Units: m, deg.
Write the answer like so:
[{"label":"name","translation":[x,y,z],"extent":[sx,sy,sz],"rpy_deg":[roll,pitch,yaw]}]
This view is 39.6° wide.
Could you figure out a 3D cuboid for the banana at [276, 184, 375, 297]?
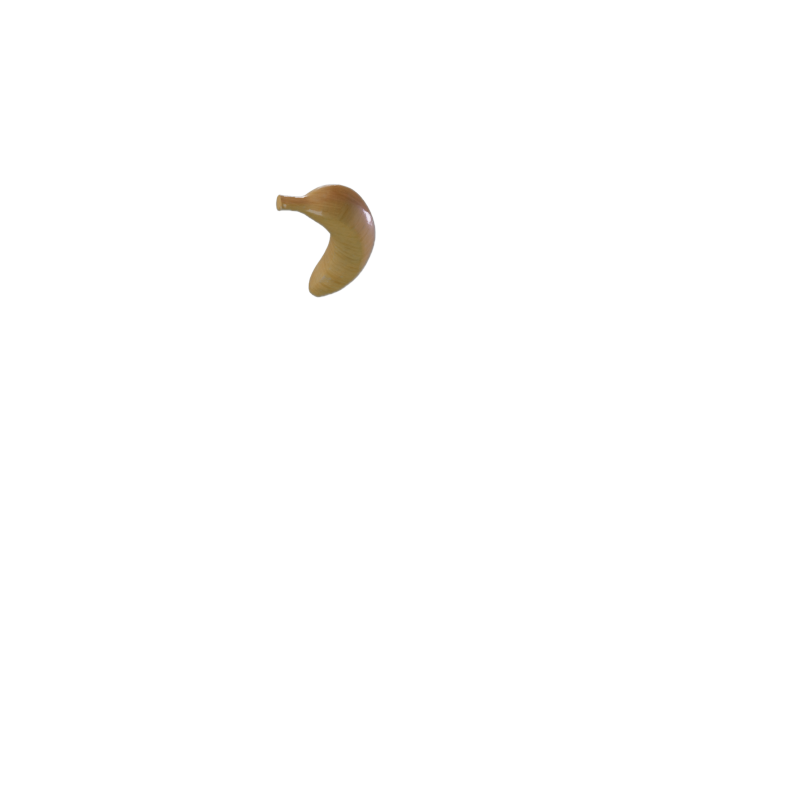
[{"label":"banana","translation":[-0.054,-0.134,0.918],"extent":[0.070,0.039,0.187],"rpy_deg":[-2,-18,4]}]
